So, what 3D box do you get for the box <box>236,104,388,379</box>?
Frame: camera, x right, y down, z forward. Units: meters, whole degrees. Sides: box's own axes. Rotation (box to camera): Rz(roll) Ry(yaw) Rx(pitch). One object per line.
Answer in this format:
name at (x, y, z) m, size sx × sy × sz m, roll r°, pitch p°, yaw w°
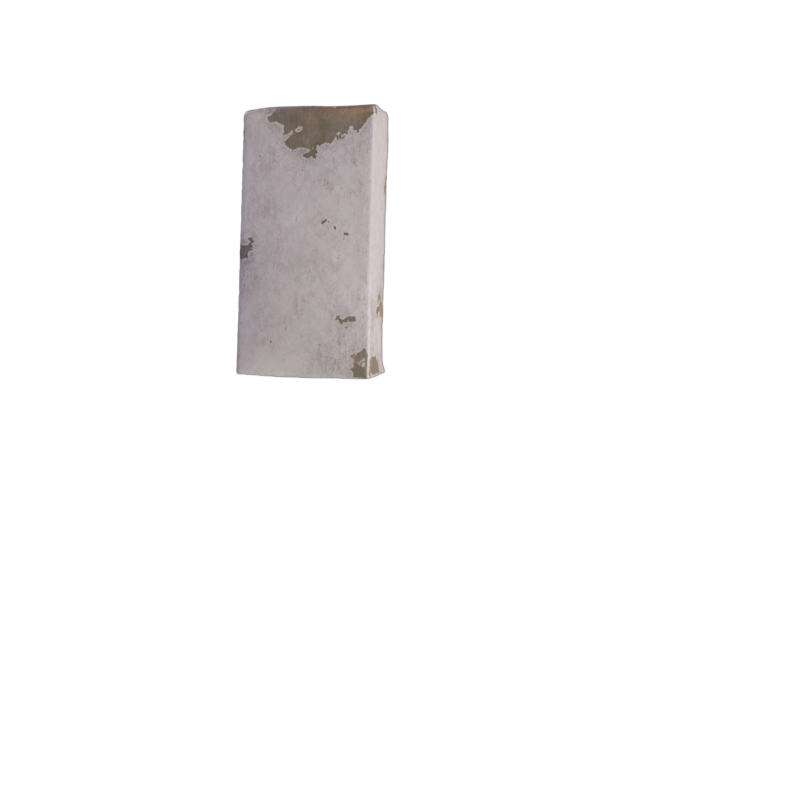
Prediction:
box at (-0.057, -0.104, 0.729) m, size 0.095 × 0.177 × 0.047 m, roll 0°, pitch -1°, yaw 16°
